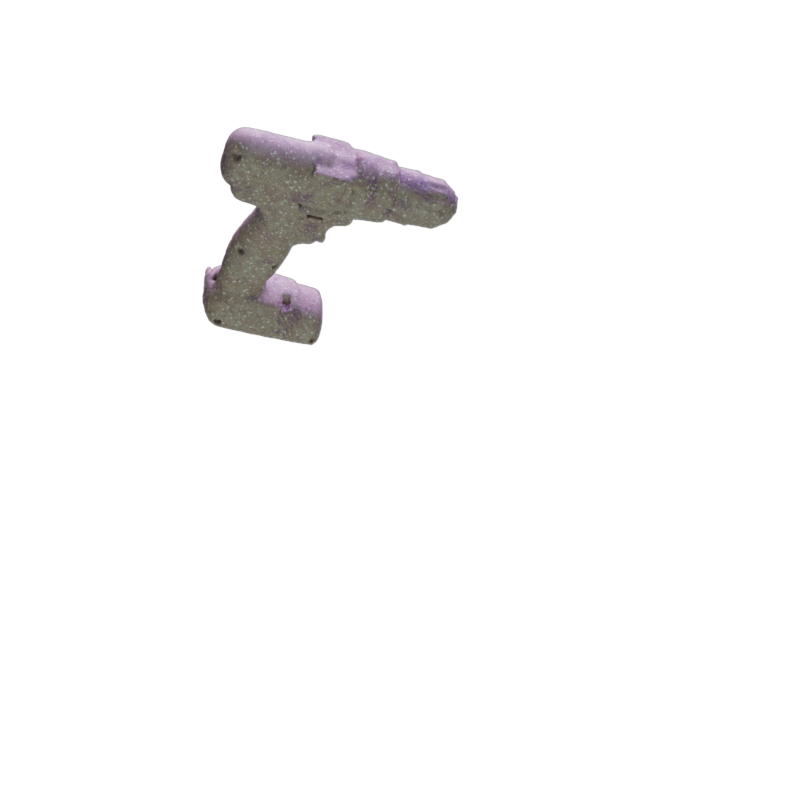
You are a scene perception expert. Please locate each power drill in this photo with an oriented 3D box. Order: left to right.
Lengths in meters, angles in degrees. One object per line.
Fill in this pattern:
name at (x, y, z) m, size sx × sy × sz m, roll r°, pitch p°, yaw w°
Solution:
power drill at (-0.069, -0.125, 0.877) m, size 0.180 × 0.062 × 0.179 m, roll 14°, pitch -46°, yaw -15°
